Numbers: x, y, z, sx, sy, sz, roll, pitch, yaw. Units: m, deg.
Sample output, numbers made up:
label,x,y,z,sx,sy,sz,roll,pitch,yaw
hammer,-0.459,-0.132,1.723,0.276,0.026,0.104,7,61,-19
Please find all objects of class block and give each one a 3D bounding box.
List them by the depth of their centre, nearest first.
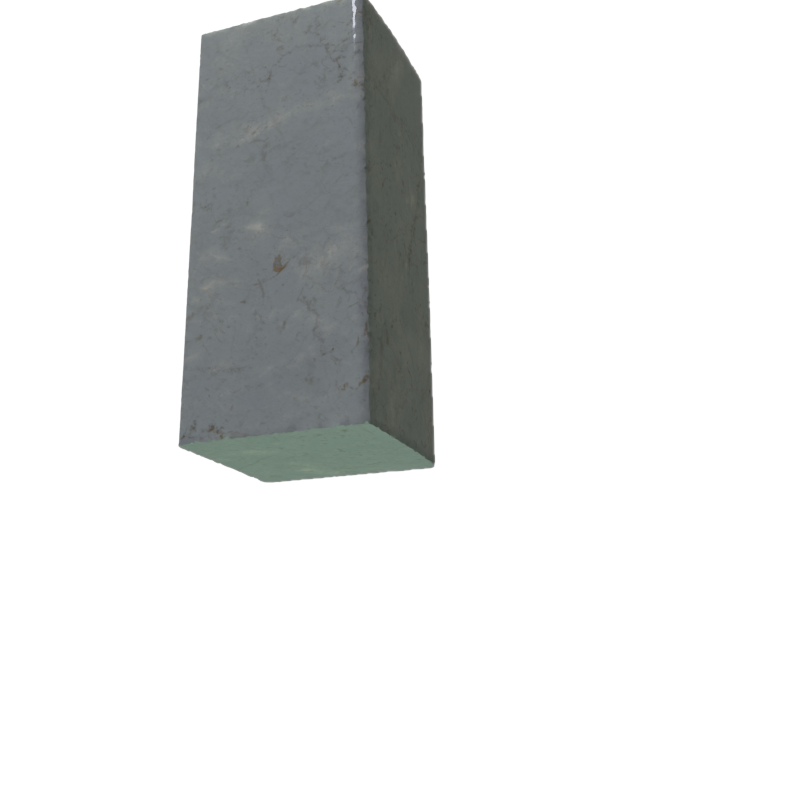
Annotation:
label,x,y,z,sx,sy,sz,roll,pitch,yaw
block,-0.041,-0.075,0.528,0.092,0.217,0.084,-10,-23,20
